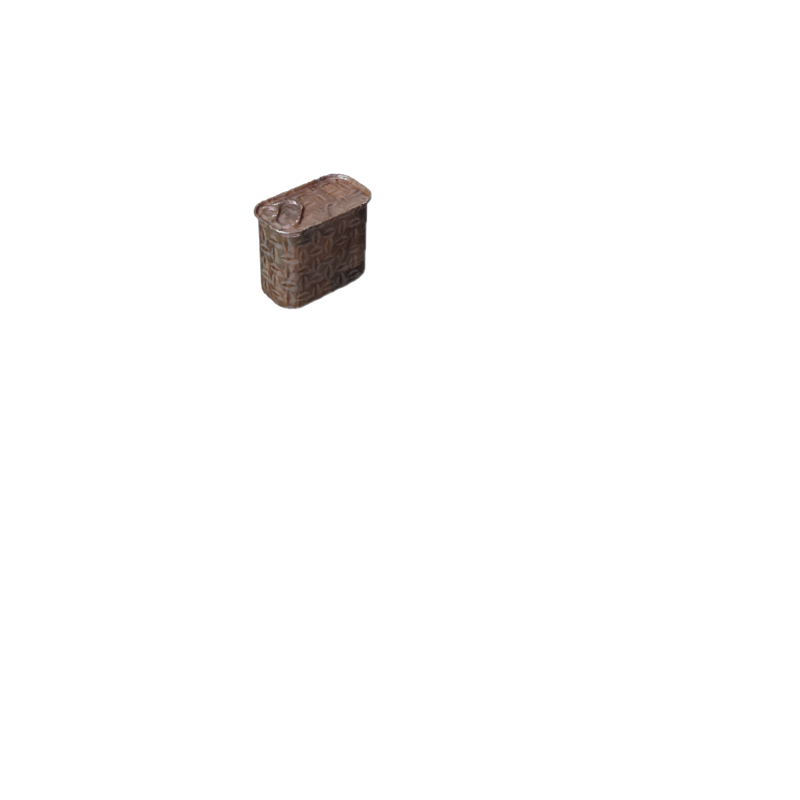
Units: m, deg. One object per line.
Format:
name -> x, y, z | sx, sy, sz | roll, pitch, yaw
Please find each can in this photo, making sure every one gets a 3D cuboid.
can -> -0.076, -0.138, 0.964 | 0.101, 0.078, 0.062 | -28, 47, -31
